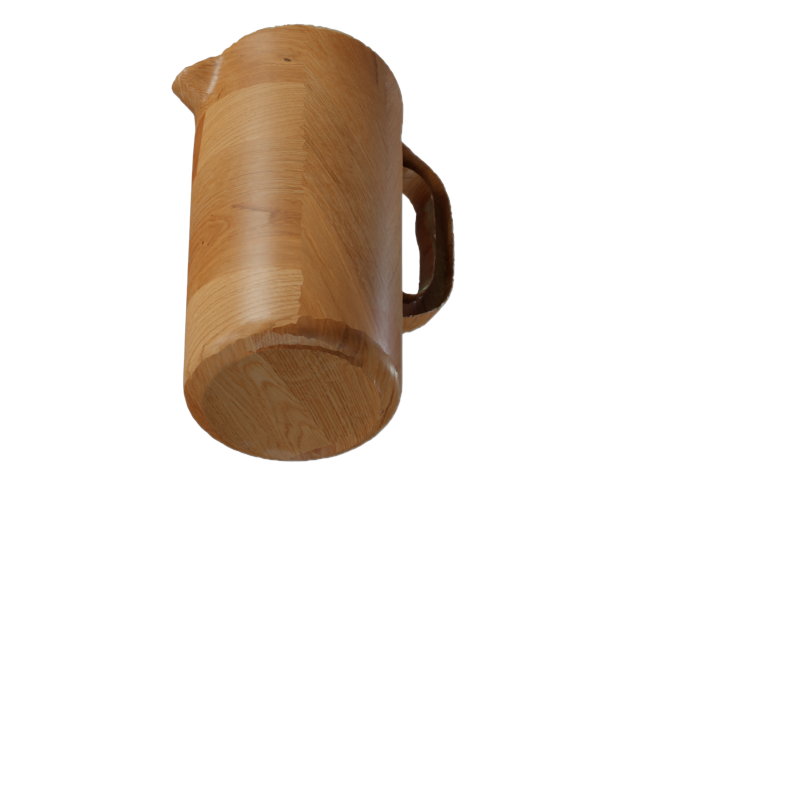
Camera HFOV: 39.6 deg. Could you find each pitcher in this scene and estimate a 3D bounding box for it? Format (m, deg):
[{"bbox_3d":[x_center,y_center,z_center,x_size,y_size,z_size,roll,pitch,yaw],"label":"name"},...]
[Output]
[{"bbox_3d":[-0.049,-0.089,0.626,0.150,0.261,0.134,-11,-43,9],"label":"pitcher"}]
